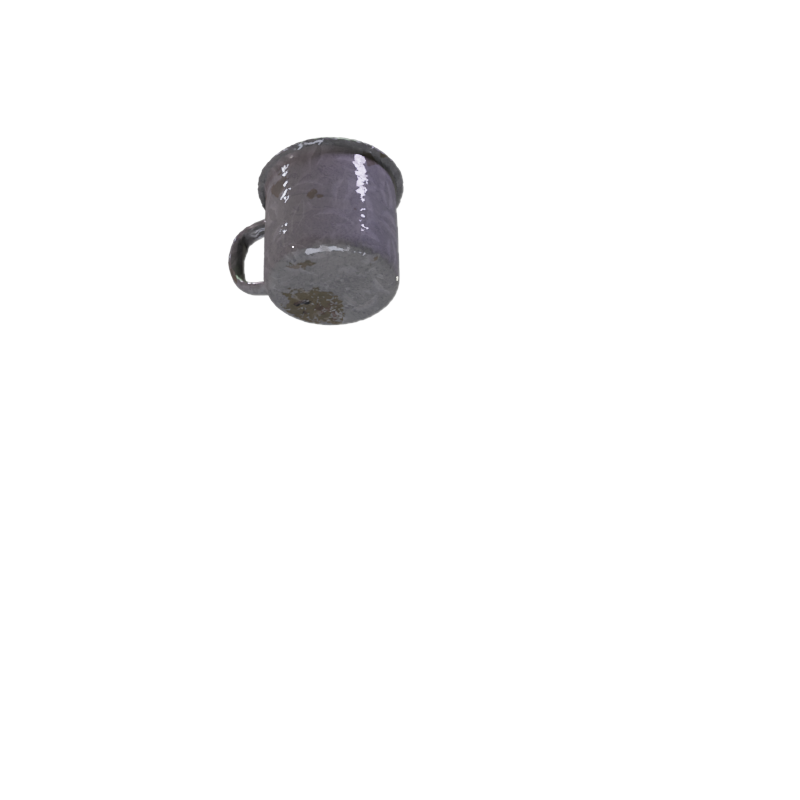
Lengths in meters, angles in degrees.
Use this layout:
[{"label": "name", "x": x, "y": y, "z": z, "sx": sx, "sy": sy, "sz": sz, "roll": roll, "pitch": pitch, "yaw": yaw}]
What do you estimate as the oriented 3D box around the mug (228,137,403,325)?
[{"label": "mug", "x": -0.054, "y": -0.098, "z": 0.684, "sx": 0.118, "sy": 0.087, "sz": 0.086, "roll": -14, "pitch": -38, "yaw": 17}]
